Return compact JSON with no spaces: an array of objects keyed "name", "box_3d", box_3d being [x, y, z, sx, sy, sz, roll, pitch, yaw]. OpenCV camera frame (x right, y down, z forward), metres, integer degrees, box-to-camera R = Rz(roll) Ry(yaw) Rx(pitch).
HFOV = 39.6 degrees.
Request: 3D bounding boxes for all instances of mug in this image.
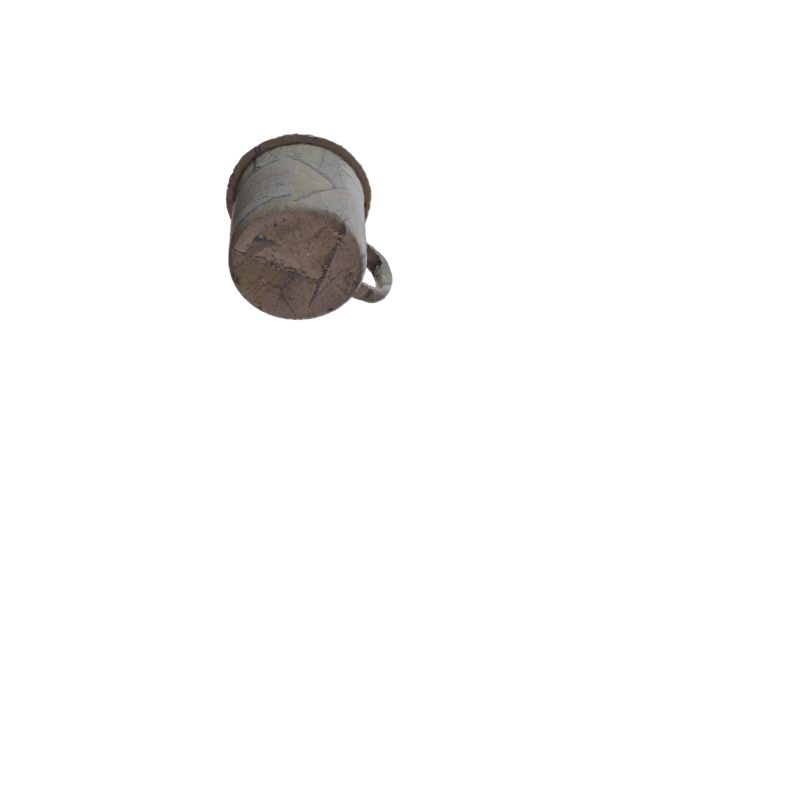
[{"name":"mug","box_3d":[-0.053,-0.097,0.679,0.112,0.091,0.087,34,28,-23]}]
